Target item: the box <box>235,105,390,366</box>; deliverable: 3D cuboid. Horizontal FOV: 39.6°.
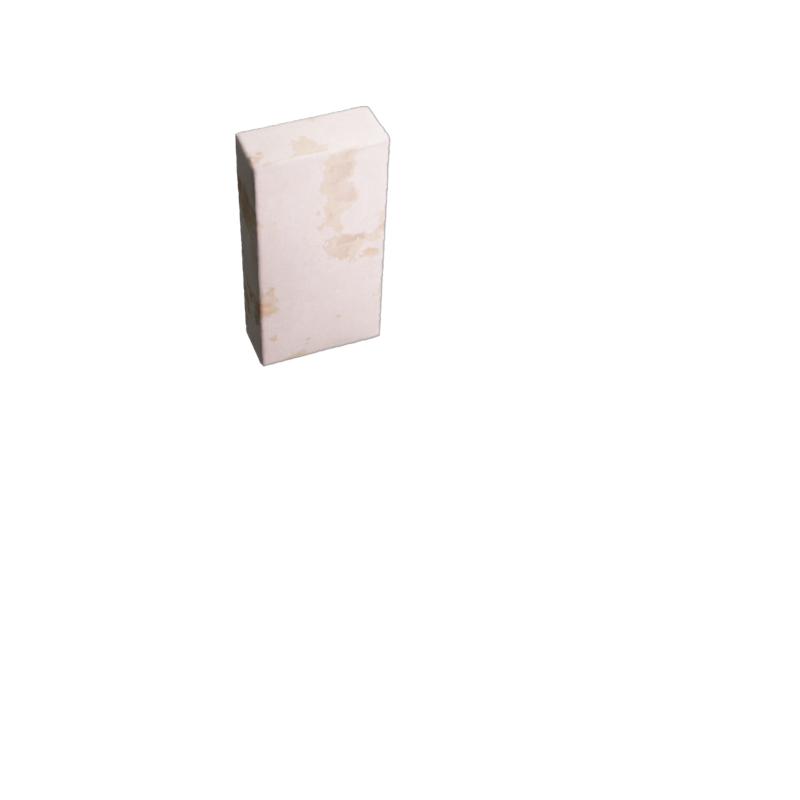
[{"bbox_3d":[-0.058,-0.106,0.742,0.092,0.052,0.164,-15,-40,-17],"label":"box"}]
